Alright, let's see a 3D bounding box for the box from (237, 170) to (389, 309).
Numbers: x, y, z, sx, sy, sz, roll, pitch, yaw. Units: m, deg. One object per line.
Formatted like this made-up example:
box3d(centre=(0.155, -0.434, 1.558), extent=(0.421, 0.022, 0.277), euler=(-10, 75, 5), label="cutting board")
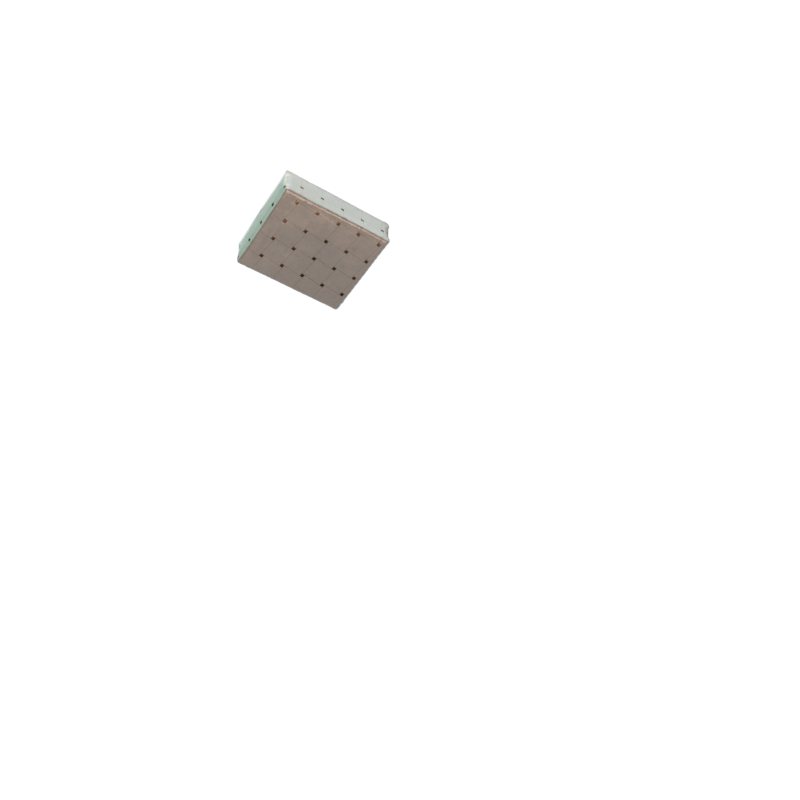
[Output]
box3d(centre=(-0.063, -0.116, 0.811), extent=(0.086, 0.071, 0.032), euler=(26, 31, -18), label="box")
